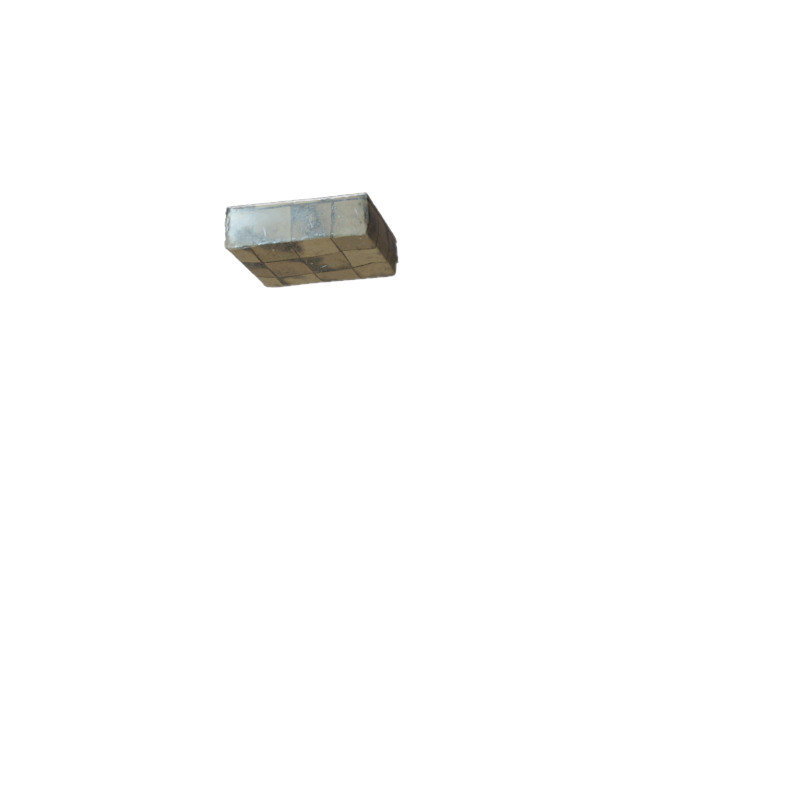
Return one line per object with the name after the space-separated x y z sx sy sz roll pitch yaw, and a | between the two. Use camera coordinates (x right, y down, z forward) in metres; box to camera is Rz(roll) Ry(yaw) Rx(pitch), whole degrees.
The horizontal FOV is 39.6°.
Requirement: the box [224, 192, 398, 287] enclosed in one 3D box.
-0.066 -0.121 0.846 0.115 0.041 0.084 -5 -18 15 | box
